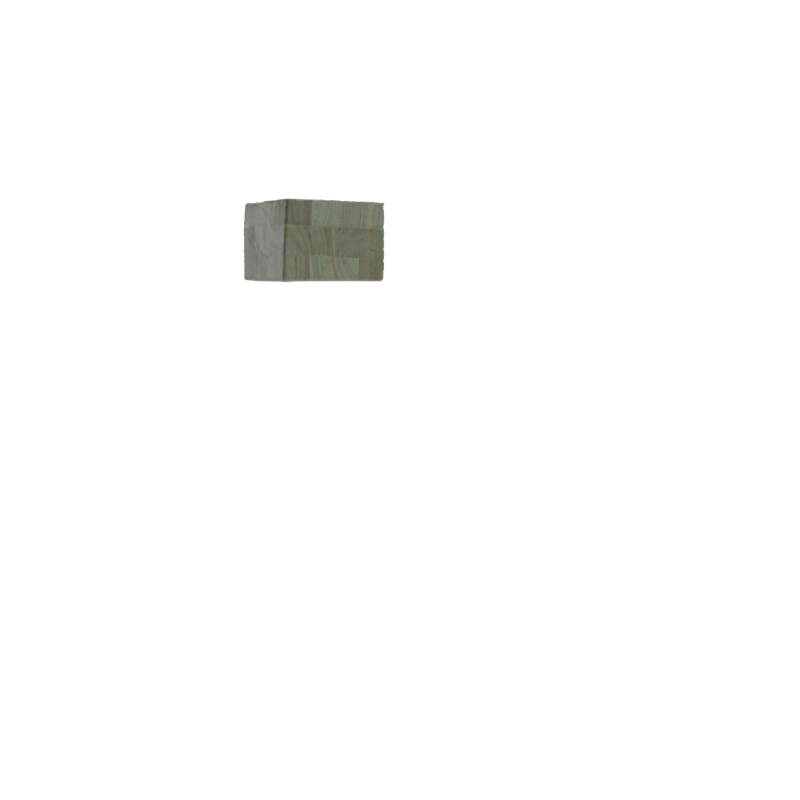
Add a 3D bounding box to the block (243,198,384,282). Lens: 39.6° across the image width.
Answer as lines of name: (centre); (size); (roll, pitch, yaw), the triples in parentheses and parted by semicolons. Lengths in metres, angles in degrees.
block: (-0.056, -0.102, 0.716); (0.075, 0.051, 0.055); (-3, 4, -36)
